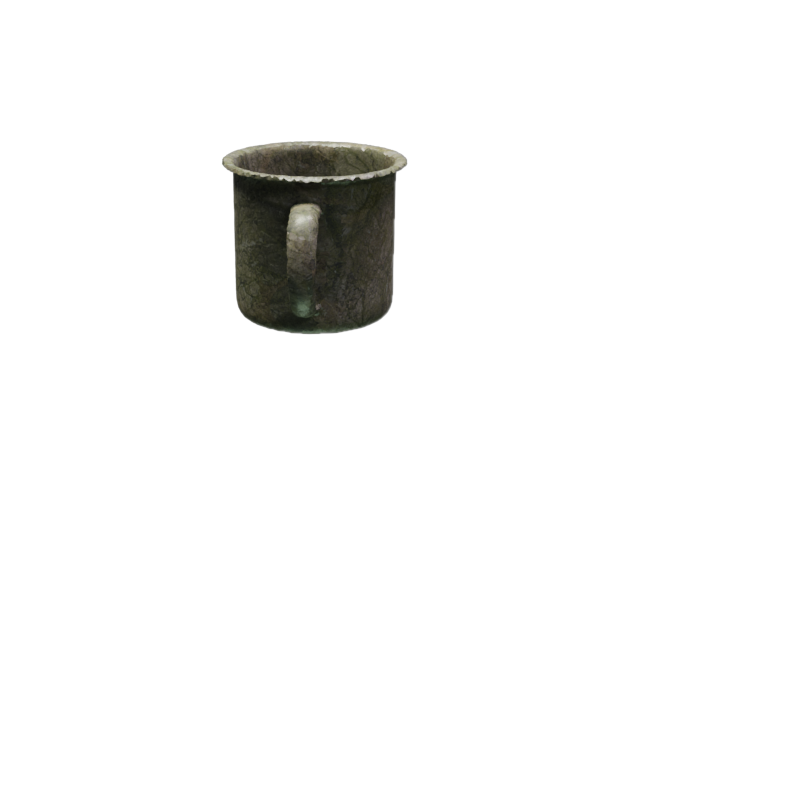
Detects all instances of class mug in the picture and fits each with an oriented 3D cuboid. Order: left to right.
[{"bbox_3d":[-0.044,-0.080,0.557,0.093,0.078,0.122,0,21,0],"label":"mug"}]
